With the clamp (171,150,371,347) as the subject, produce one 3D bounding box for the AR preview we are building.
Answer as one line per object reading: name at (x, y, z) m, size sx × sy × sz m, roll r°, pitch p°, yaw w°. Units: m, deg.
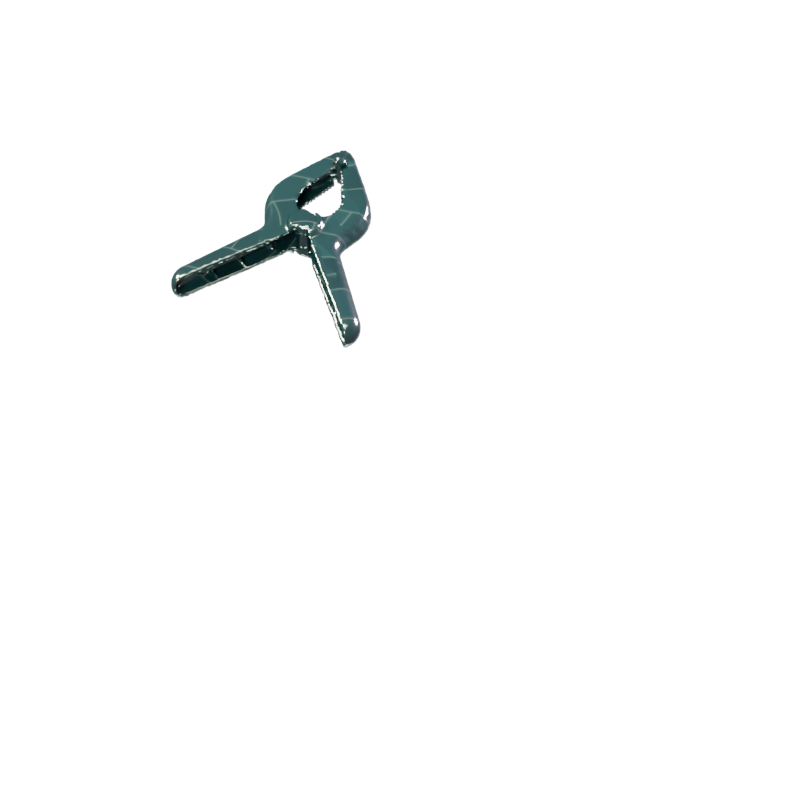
clamp at (-0.075, -0.136, 0.955) m, size 0.171 × 0.217 × 0.034 m, roll 21°, pitch -37°, yaw 17°
